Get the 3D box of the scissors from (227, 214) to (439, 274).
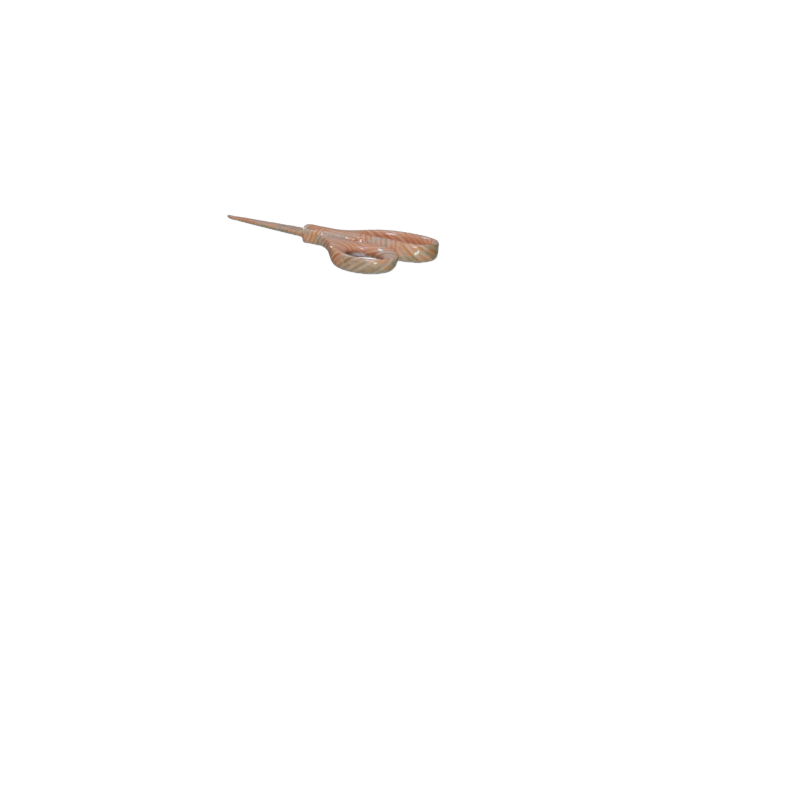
[{"bbox_3d":[-0.071,-0.129,0.902,0.208,0.015,0.097,9,24,20],"label":"scissors"}]
